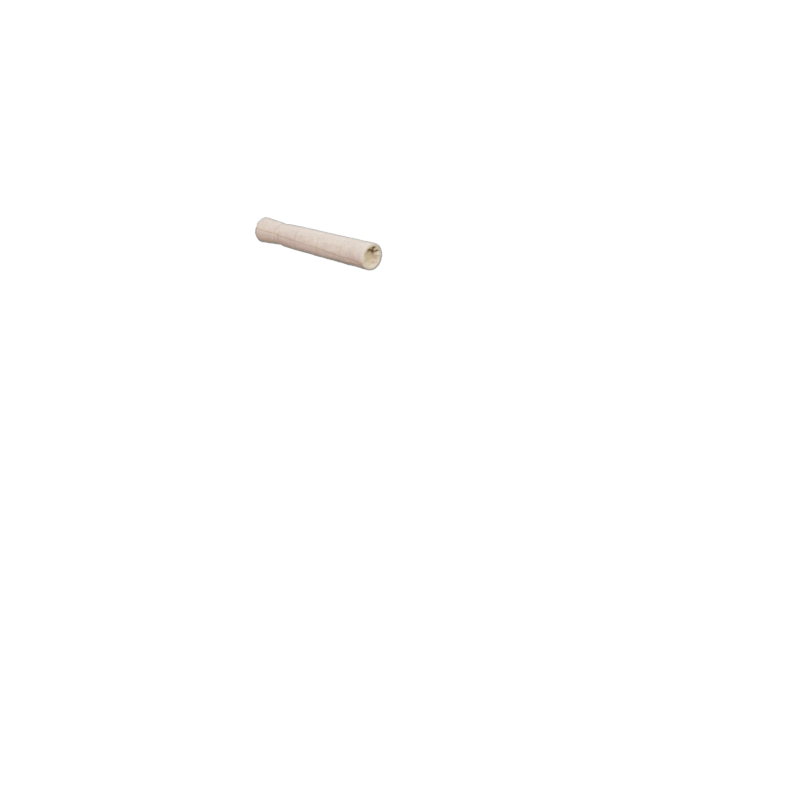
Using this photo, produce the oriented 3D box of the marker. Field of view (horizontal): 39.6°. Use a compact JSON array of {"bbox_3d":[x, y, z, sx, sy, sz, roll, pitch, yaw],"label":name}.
[{"bbox_3d":[-0.061,-0.111,0.777,0.019,0.019,0.128,-4,17,-43],"label":"marker"}]
